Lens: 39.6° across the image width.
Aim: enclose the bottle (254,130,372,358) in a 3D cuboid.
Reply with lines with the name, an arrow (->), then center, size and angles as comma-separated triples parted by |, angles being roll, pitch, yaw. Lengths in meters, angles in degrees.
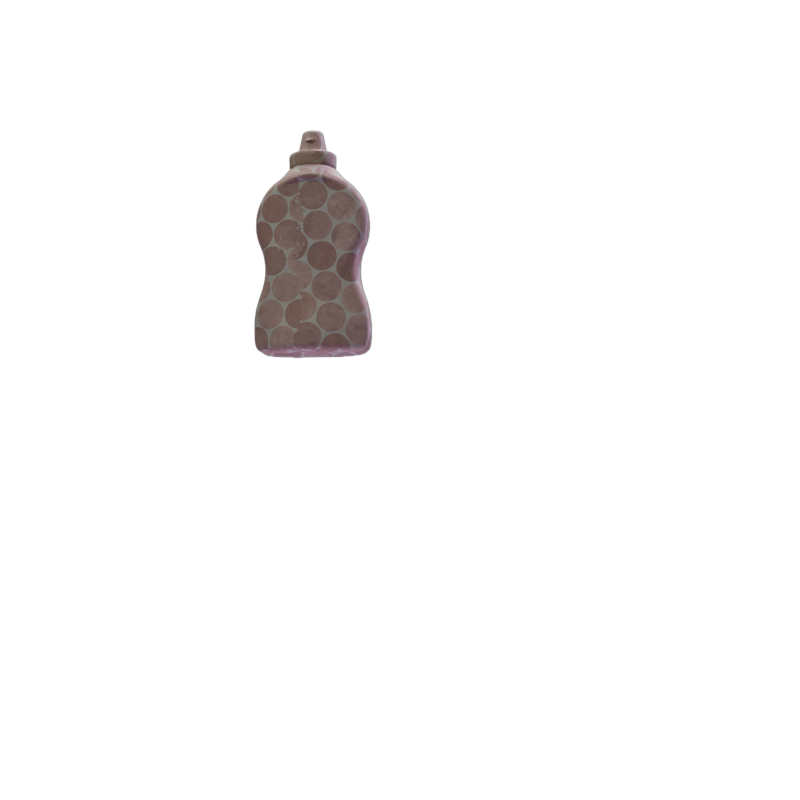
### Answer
bottle -> -0.073, -0.134, 0.937 | 0.097, 0.197, 0.056 | -3, -12, 9
